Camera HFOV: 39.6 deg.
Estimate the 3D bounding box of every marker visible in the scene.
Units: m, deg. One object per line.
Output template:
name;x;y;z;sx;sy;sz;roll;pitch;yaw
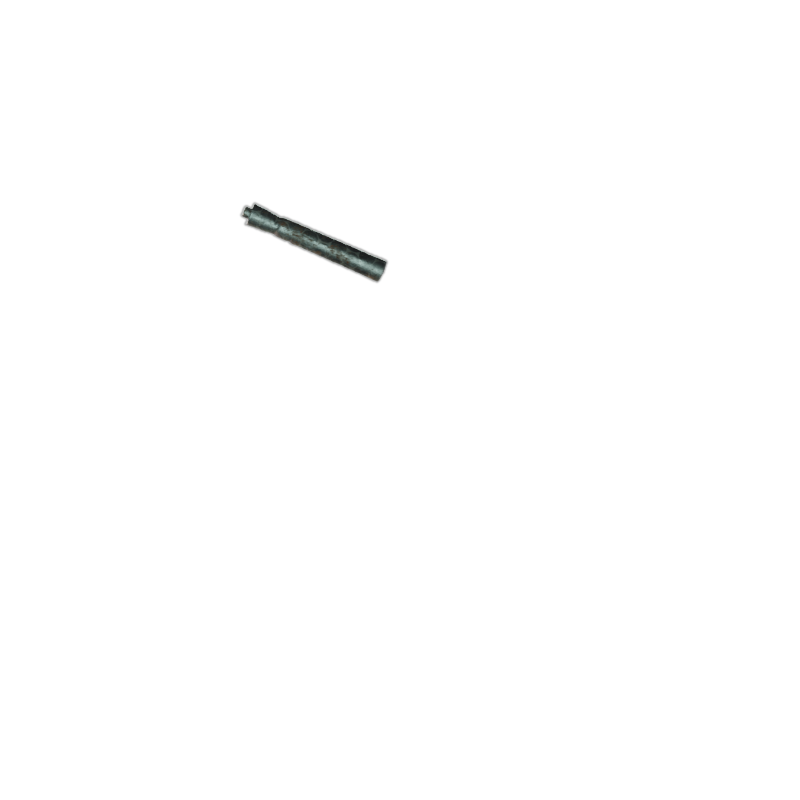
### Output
marker;-0.069;-0.126;0.879;0.120;0.020;0.020;23;1;-5
